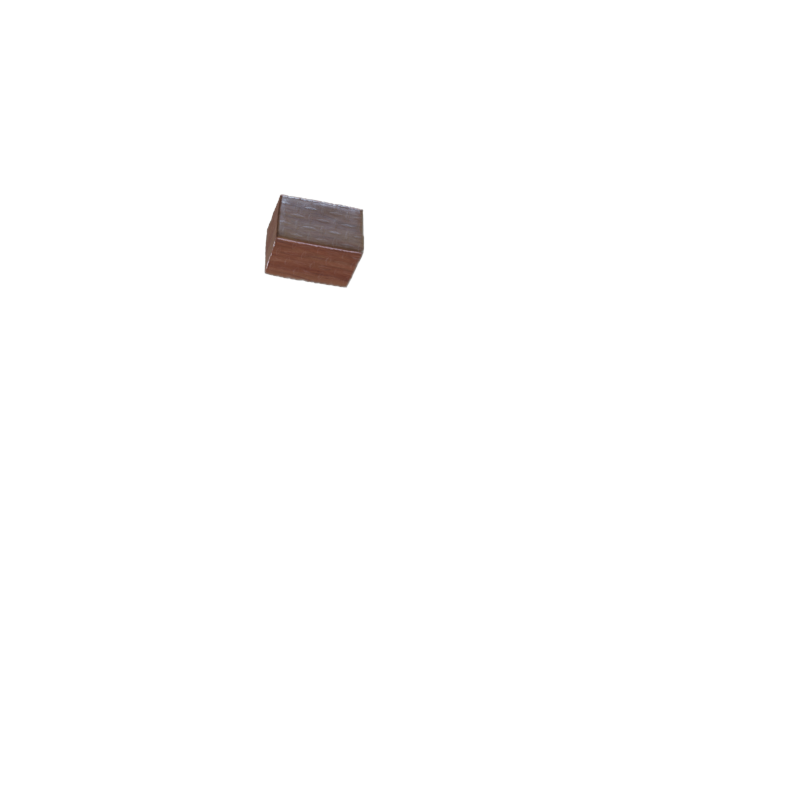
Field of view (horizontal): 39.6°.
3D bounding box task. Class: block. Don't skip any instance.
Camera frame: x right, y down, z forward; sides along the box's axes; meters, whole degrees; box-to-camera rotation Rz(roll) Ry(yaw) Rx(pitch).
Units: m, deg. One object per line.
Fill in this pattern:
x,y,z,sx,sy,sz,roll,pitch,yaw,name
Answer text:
-0.076,-0.138,0.966,0.076,0.055,0.050,9,-38,-14,block
